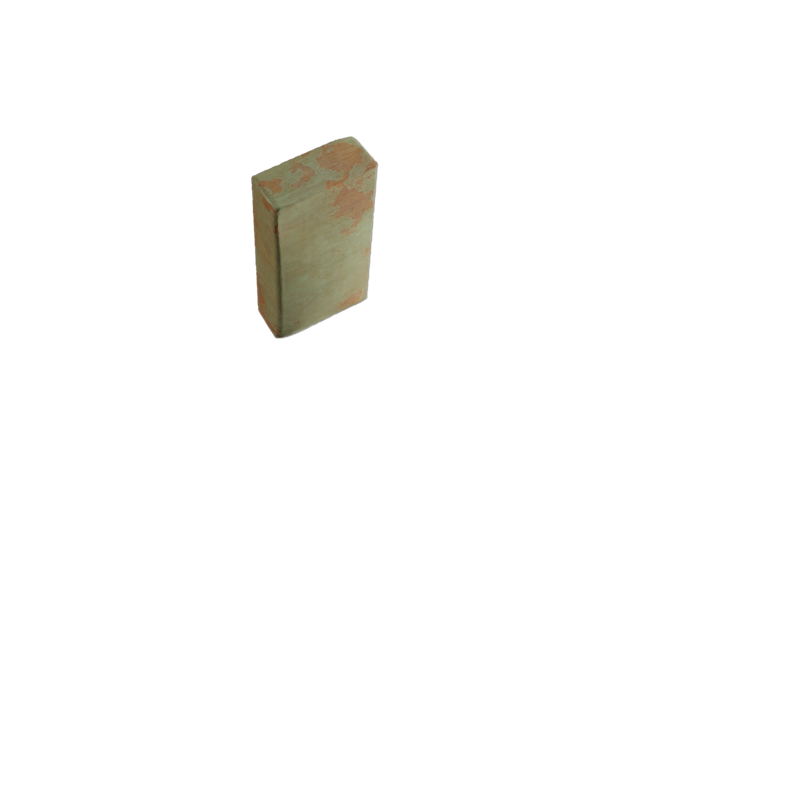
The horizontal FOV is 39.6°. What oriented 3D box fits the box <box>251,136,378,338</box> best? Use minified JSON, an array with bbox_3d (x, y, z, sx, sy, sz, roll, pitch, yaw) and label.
[{"bbox_3d":[-0.070,-0.129,0.899,0.093,0.051,0.165,-26,-30,-21],"label":"box"}]
